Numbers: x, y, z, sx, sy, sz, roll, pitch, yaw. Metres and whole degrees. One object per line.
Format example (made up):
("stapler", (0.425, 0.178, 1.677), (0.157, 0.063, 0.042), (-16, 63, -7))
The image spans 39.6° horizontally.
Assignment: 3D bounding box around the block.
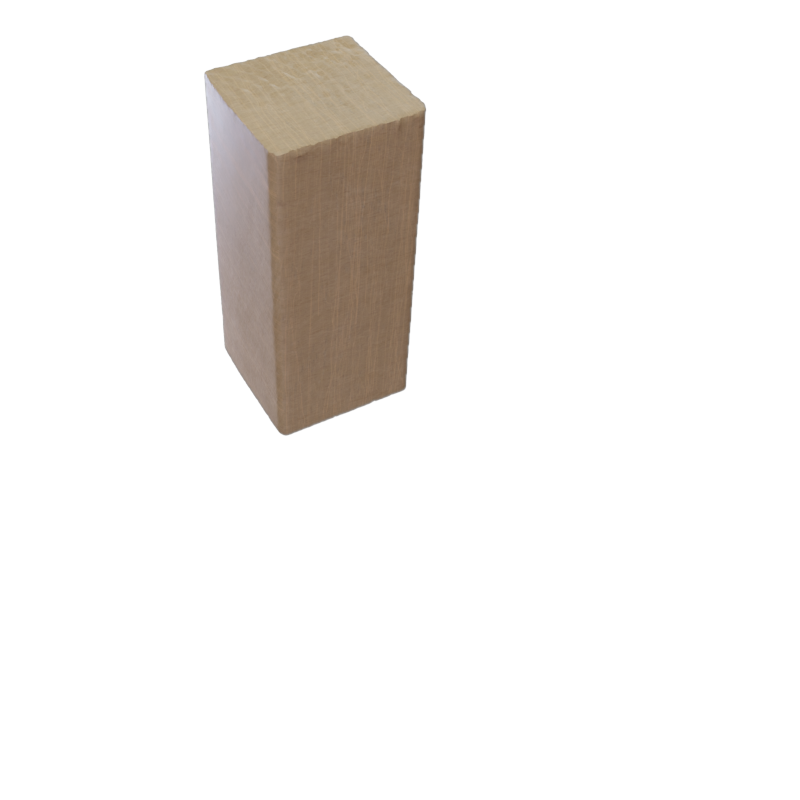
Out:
("block", (-0.050, -0.091, 0.639), (0.090, 0.192, 0.098), (-19, 48, -22))
